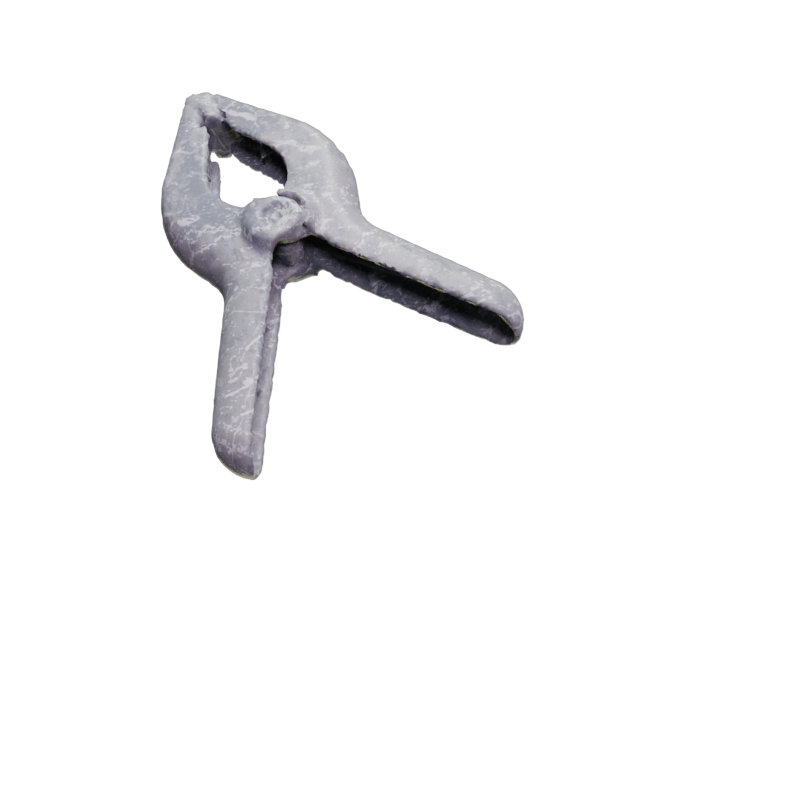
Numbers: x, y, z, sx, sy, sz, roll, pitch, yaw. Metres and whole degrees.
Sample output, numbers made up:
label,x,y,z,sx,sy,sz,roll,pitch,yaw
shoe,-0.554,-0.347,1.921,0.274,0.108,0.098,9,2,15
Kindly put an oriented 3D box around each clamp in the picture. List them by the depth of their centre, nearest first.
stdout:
label,x,y,z,sx,sy,sz,roll,pitch,yaw
clamp,-0.034,-0.062,0.432,0.119,0.184,0.037,-16,-32,-11
